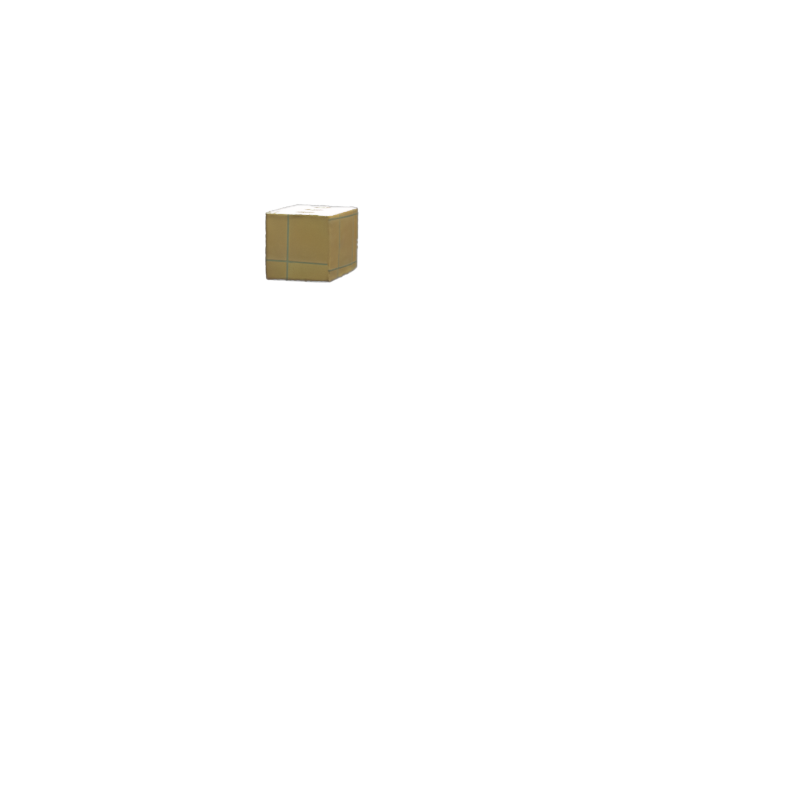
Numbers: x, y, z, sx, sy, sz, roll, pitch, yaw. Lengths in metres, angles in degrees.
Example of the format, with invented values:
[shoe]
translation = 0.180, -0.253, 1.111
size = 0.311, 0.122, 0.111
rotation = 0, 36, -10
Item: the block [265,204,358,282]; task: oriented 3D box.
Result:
[block]
translation = -0.067, -0.122, 0.852
size = 0.054, 0.050, 0.078
rotation = 3, 13, 14
